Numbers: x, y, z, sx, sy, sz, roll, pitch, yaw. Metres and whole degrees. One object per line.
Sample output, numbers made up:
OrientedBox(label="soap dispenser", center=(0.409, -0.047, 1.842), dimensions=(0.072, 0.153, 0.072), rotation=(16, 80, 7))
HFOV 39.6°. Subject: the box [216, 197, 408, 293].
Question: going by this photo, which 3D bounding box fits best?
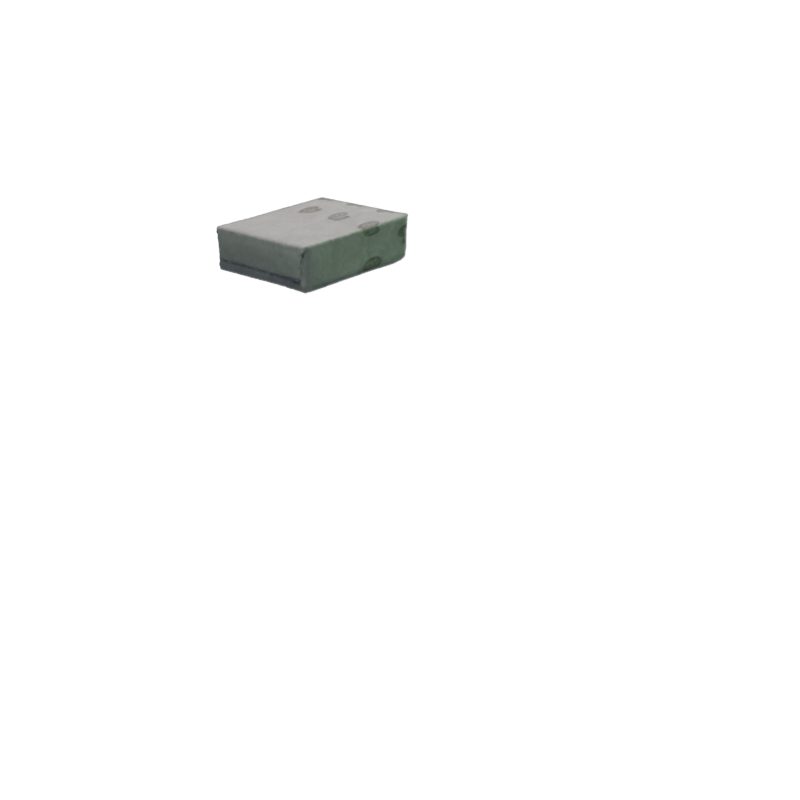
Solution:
OrientedBox(label="box", center=(-0.063, -0.115, 0.809), dimensions=(0.095, 0.037, 0.112), rotation=(18, 28, 38))
